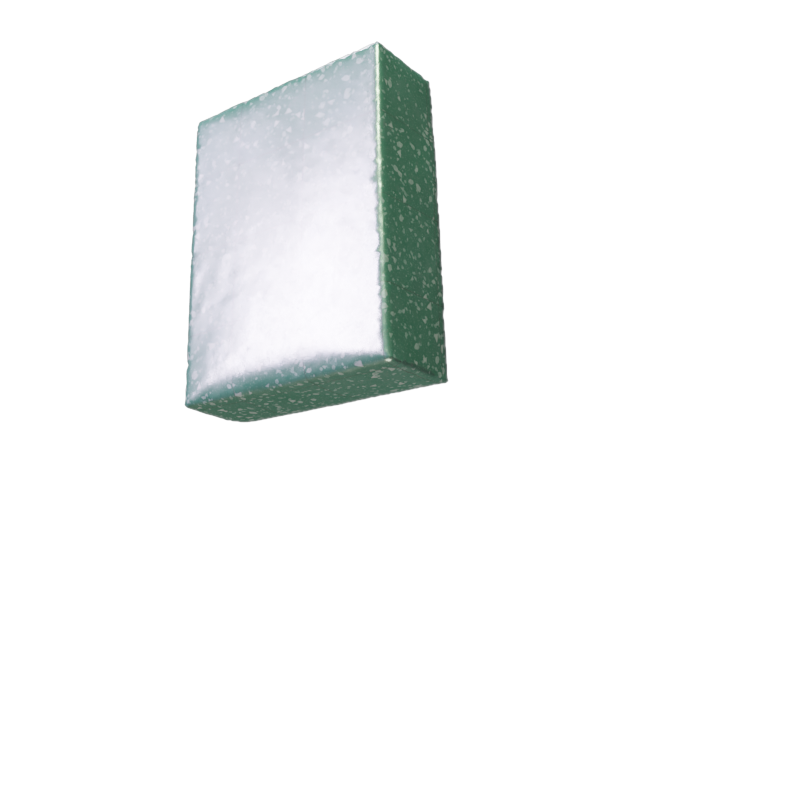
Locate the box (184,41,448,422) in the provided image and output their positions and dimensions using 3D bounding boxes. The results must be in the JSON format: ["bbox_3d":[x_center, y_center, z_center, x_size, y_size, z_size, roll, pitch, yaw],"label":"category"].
[{"bbox_3d":[-0.057,-0.104,0.729,0.167,0.225,0.067,-16,-26,33],"label":"box"}]
